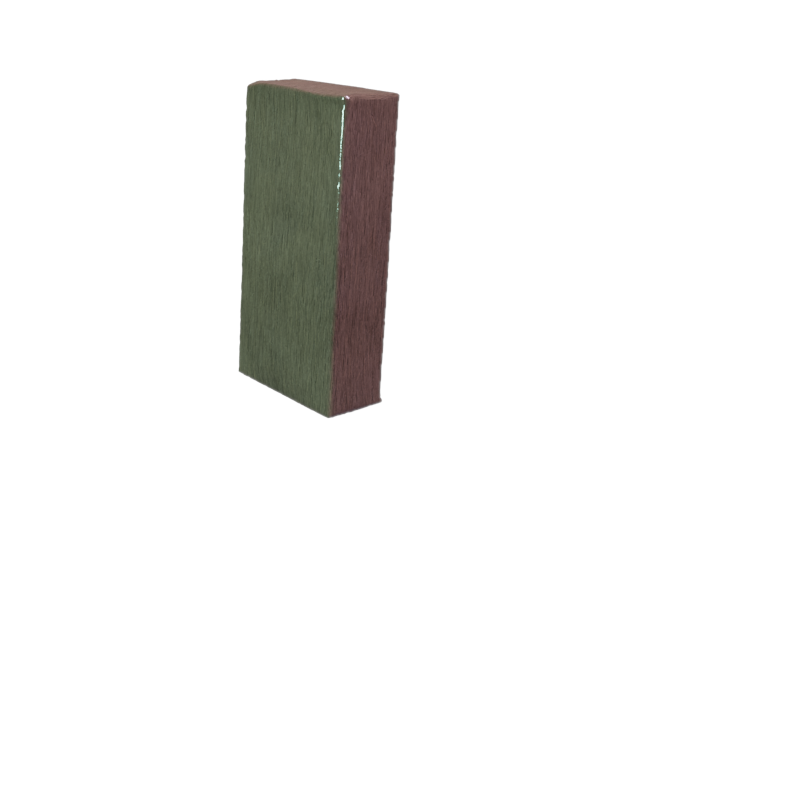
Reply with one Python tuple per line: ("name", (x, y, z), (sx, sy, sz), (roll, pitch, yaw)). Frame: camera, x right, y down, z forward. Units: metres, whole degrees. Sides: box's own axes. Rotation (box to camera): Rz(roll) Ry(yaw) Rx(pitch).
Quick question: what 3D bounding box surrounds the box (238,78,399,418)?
("box", (-0.049, -0.089, 0.626), (0.047, 0.170, 0.099), (-11, 20, -38))
